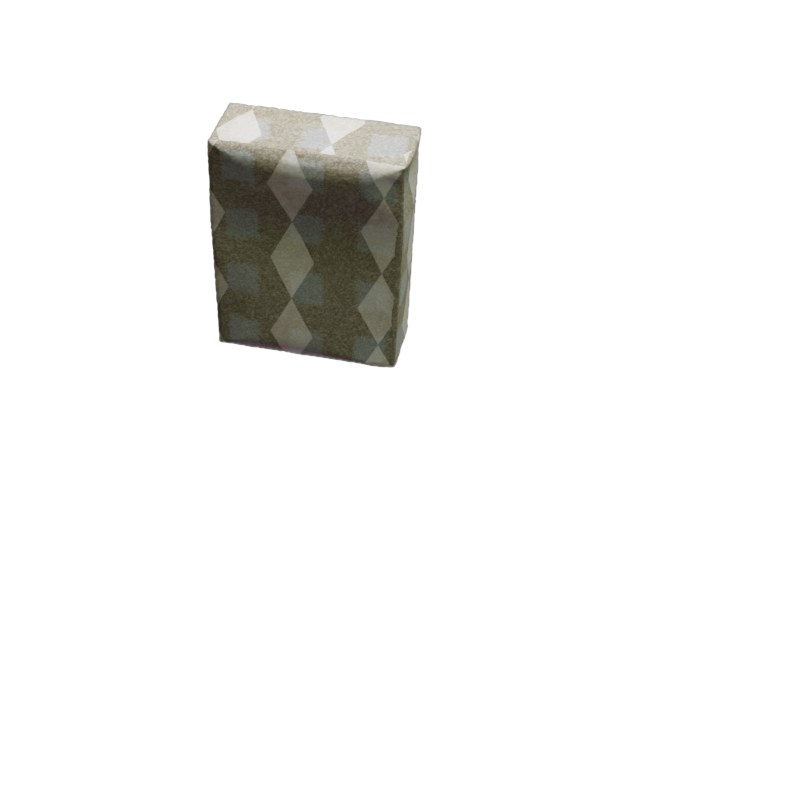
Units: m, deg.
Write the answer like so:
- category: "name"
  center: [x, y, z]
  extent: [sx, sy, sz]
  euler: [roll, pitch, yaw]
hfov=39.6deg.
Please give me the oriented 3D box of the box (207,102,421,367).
- category: "box"
  center: [-0.073, -0.134, 0.938]
  extent: [0.167, 0.199, 0.076]
  euler: [10, 41, 9]
